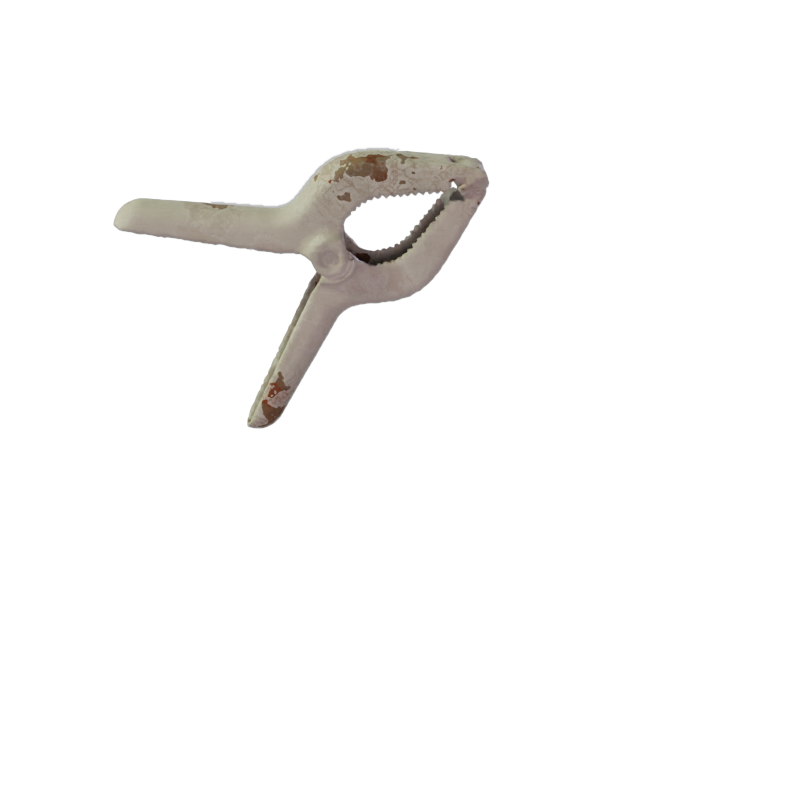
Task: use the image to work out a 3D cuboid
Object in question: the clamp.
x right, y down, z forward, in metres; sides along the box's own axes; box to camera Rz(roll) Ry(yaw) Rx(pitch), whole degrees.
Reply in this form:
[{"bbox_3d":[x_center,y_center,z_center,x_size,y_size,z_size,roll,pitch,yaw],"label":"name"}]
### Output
[{"bbox_3d":[-0.051,-0.092,0.647,0.209,0.157,0.038,-33,20,13],"label":"clamp"}]
